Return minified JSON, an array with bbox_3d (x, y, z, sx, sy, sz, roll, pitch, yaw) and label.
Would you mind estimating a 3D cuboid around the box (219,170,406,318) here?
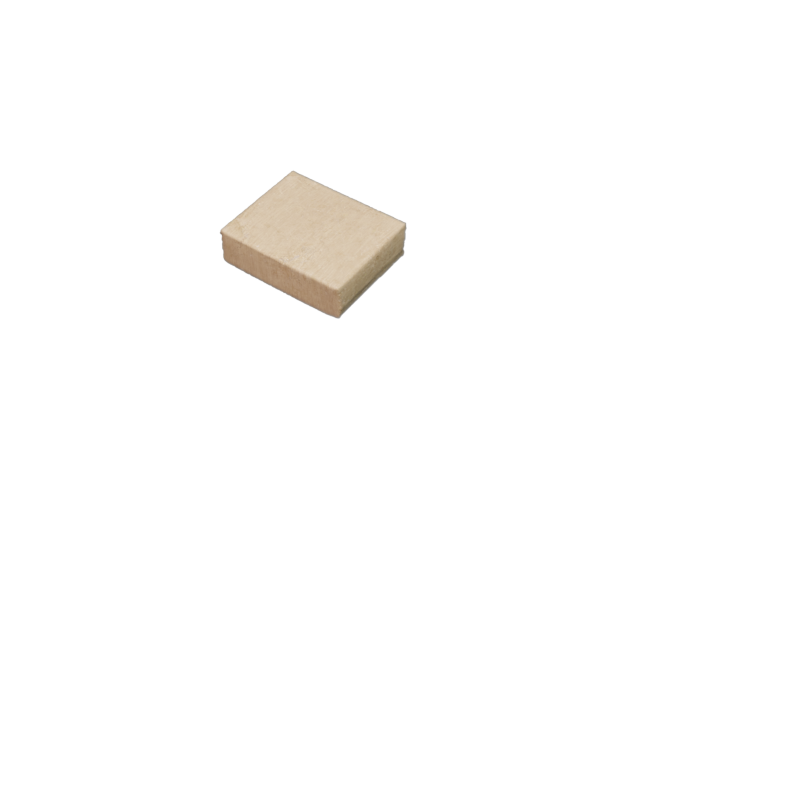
[{"bbox_3d":[-0.066,-0.120,0.843,0.119,0.036,0.092,28,54,23],"label":"box"}]
